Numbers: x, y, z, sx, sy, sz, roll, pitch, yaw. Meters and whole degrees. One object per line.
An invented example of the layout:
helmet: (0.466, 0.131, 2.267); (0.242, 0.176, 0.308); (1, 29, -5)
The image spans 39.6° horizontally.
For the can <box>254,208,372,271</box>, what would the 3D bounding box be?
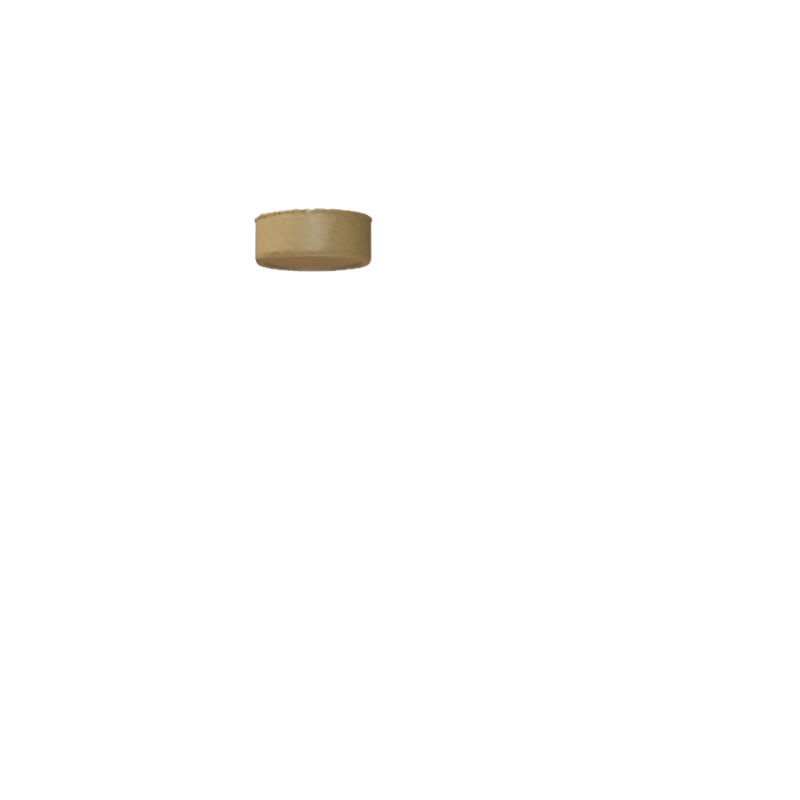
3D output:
can: (-0.063, -0.115, 0.804); (0.086, 0.034, 0.085); (0, -2, -2)
